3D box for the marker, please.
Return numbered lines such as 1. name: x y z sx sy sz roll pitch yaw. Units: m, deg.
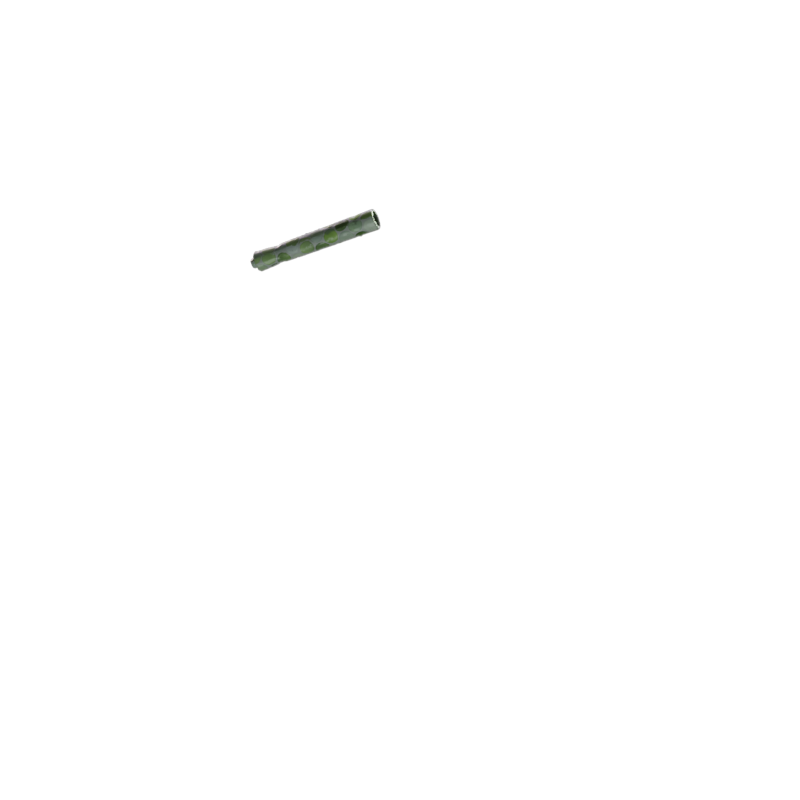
1. marker: -0.076 -0.138 0.965 0.122 0.020 0.019 -17 -2 19
